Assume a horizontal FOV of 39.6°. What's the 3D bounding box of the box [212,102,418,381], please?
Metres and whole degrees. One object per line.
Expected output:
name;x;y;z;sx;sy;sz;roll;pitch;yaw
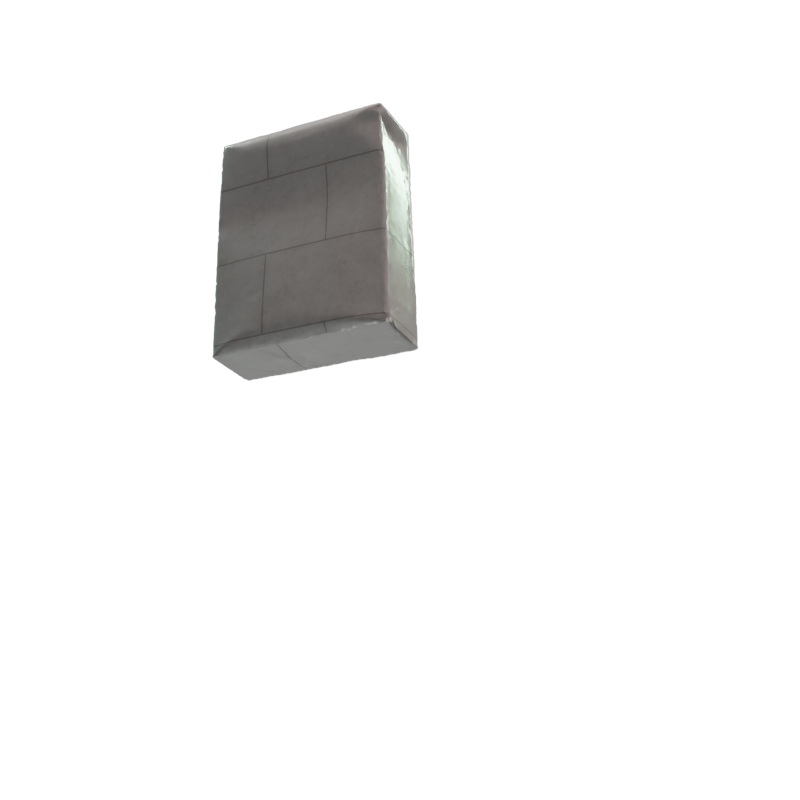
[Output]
box;-0.076;-0.138;0.966;0.167;0.226;0.067;-12;-27;22
